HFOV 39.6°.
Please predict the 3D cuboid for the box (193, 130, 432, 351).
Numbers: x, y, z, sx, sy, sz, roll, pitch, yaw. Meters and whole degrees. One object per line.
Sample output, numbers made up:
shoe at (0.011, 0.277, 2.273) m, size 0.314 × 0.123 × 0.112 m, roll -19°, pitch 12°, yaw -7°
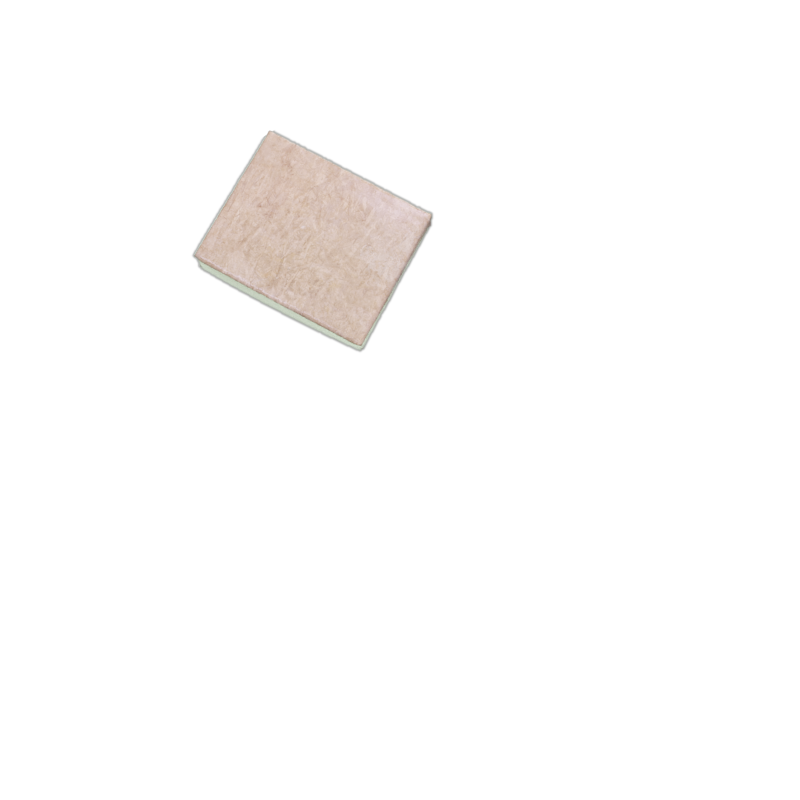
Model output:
box at (-0.051, -0.093, 0.655) m, size 0.115 × 0.091 × 0.038 m, roll 28°, pitch -12°, yaw 6°
